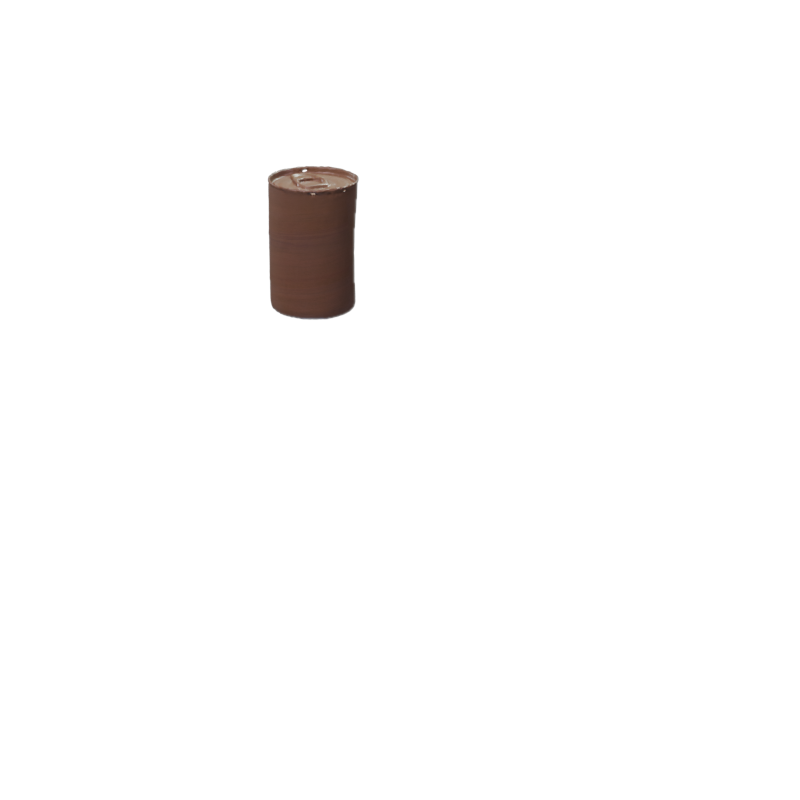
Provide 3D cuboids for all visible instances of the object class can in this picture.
[{"bbox_3d":[-0.066,-0.120,0.842,0.068,0.098,0.072,0,22,-2],"label":"can"}]
